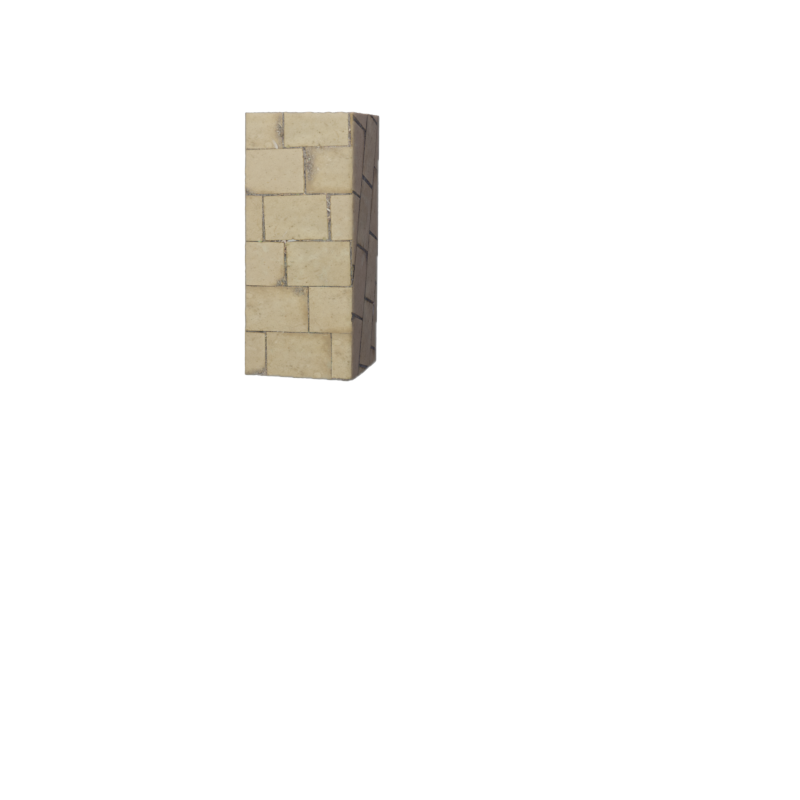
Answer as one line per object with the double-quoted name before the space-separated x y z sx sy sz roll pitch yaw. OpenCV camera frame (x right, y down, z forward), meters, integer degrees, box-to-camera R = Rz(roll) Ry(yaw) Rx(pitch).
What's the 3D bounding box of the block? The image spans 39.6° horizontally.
"block" -0.070 -0.128 0.894 0.093 0.204 0.089 2 6 14
